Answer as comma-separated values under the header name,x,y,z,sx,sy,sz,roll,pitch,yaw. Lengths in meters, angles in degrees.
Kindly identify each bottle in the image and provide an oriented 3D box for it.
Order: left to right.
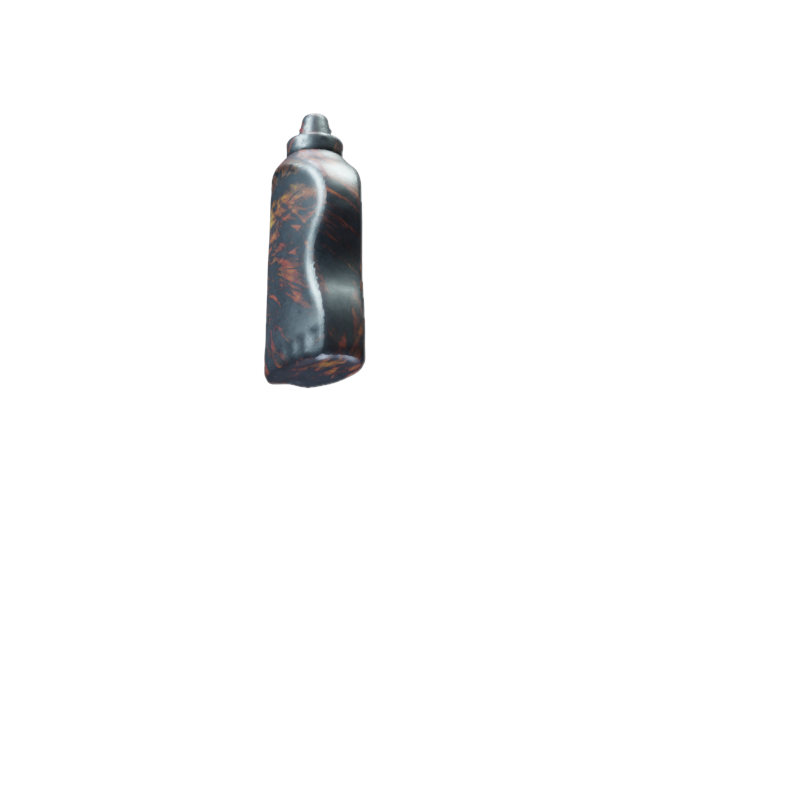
name,x,y,z,sx,sy,sz,roll,pitch,yaw
bottle,-0.060,-0.111,0.775,0.056,0.200,0.095,8,-20,-25
